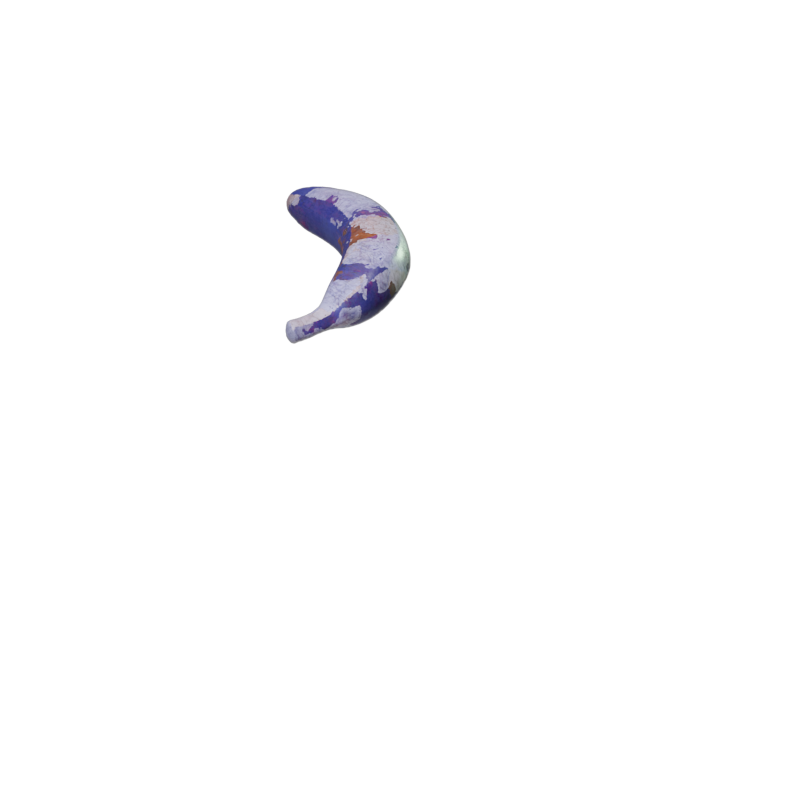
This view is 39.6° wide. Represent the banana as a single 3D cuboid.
[{"bbox_3d":[-0.031,-0.089,0.633,0.069,0.035,0.209,-2,27,-4],"label":"banana"}]
